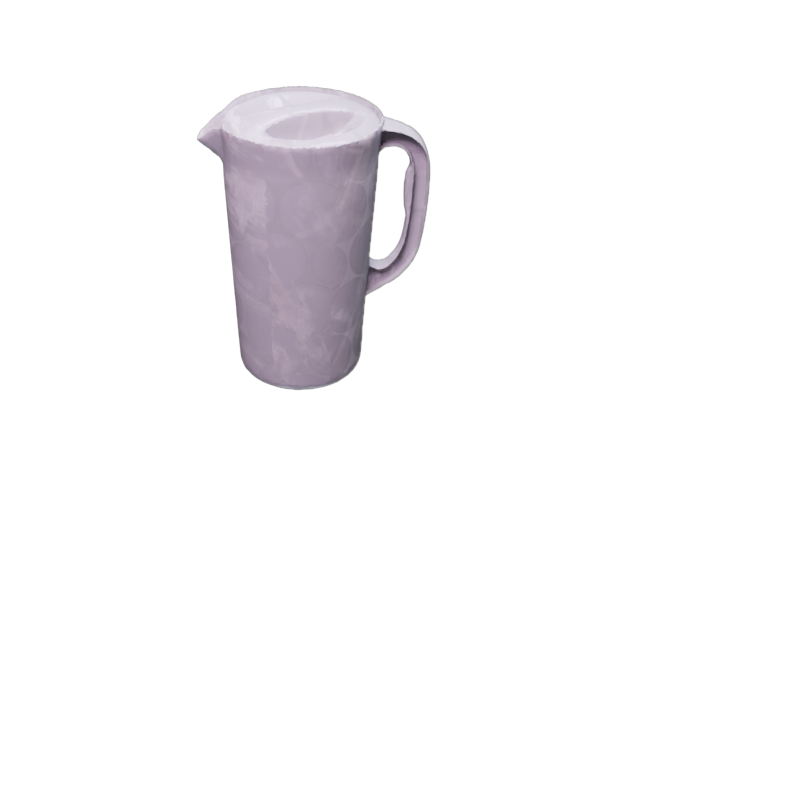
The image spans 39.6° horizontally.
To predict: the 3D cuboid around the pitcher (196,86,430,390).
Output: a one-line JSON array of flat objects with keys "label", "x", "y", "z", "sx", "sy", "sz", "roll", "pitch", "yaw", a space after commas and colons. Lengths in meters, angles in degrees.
[{"label": "pitcher", "x": -0.073, "y": -0.134, "z": 0.938, "sx": 0.159, "sy": 0.228, "sz": 0.145, "roll": 27, "pitch": 39, "yaw": 34}]
